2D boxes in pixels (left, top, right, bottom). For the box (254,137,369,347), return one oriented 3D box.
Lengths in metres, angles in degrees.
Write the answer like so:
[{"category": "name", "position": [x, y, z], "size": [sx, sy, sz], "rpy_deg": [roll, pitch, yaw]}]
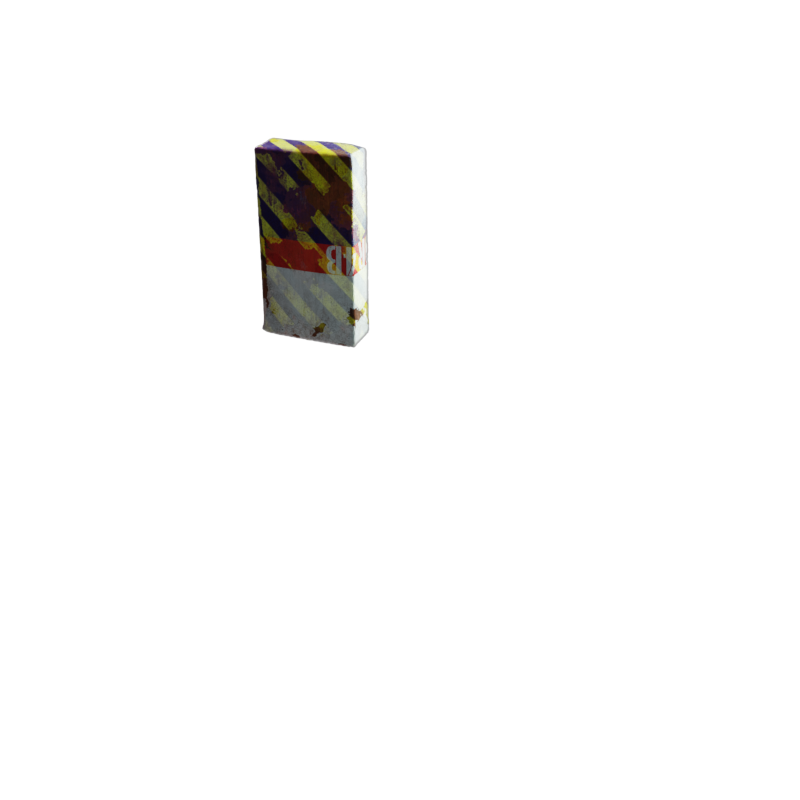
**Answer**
[{"category": "box", "position": [-0.076, -0.140, 0.979], "size": [0.096, 0.169, 0.048], "rpy_deg": [9, 21, 21]}]
